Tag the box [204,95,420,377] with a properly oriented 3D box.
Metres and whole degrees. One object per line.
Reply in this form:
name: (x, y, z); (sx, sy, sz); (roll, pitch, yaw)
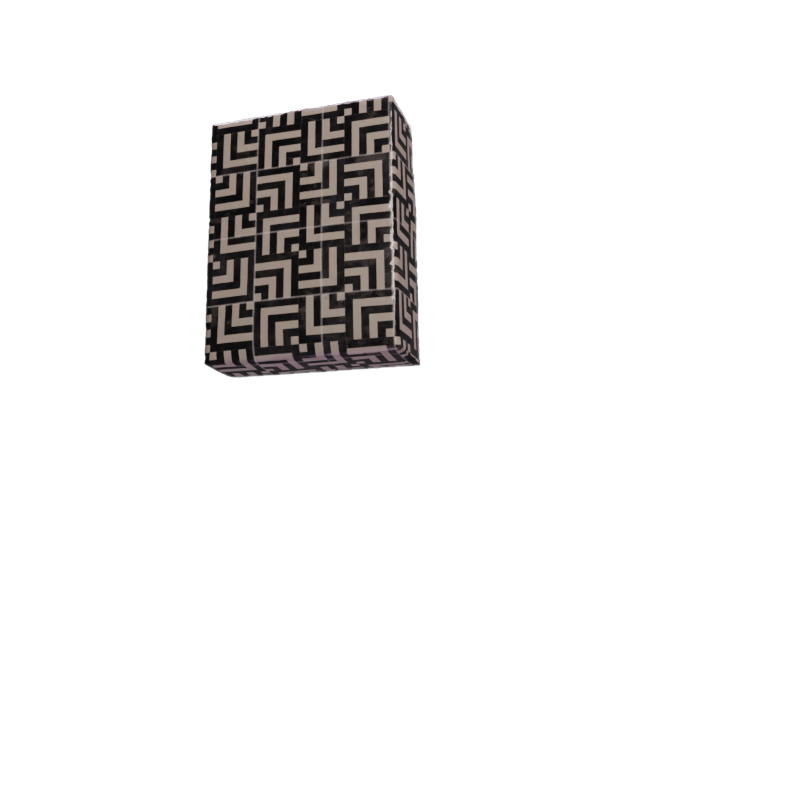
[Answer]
box: (-0.072, -0.131, 0.916); (0.167, 0.223, 0.067); (-6, -19, 17)
